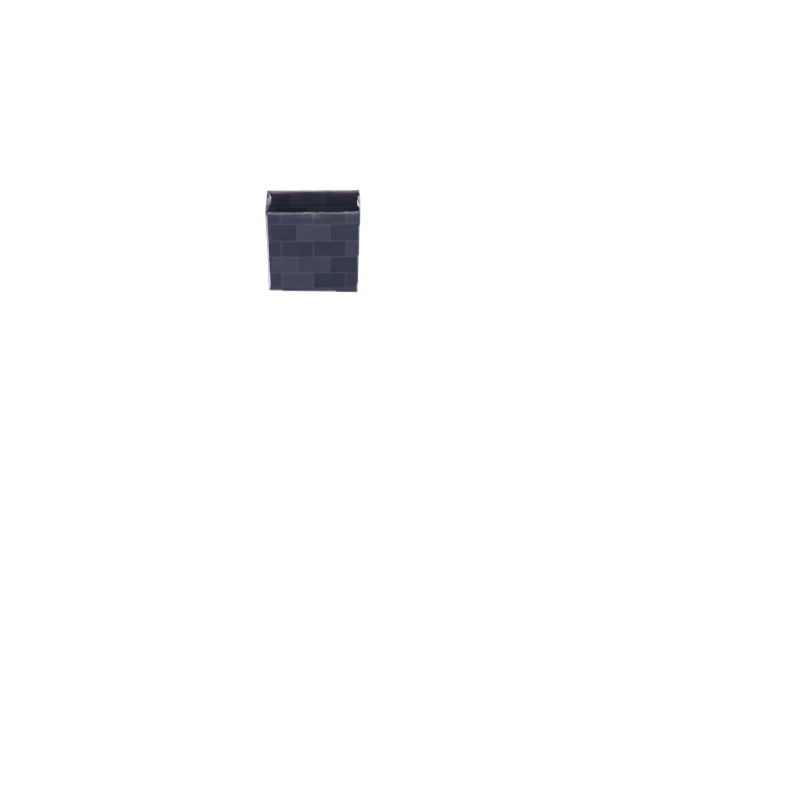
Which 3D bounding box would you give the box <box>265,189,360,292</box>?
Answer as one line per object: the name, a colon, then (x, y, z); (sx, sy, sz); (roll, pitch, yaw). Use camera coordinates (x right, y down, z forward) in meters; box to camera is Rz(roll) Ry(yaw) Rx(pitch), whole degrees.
box: (-0.069, -0.126, 0.882); (0.073, 0.032, 0.083); (1, -44, -1)
